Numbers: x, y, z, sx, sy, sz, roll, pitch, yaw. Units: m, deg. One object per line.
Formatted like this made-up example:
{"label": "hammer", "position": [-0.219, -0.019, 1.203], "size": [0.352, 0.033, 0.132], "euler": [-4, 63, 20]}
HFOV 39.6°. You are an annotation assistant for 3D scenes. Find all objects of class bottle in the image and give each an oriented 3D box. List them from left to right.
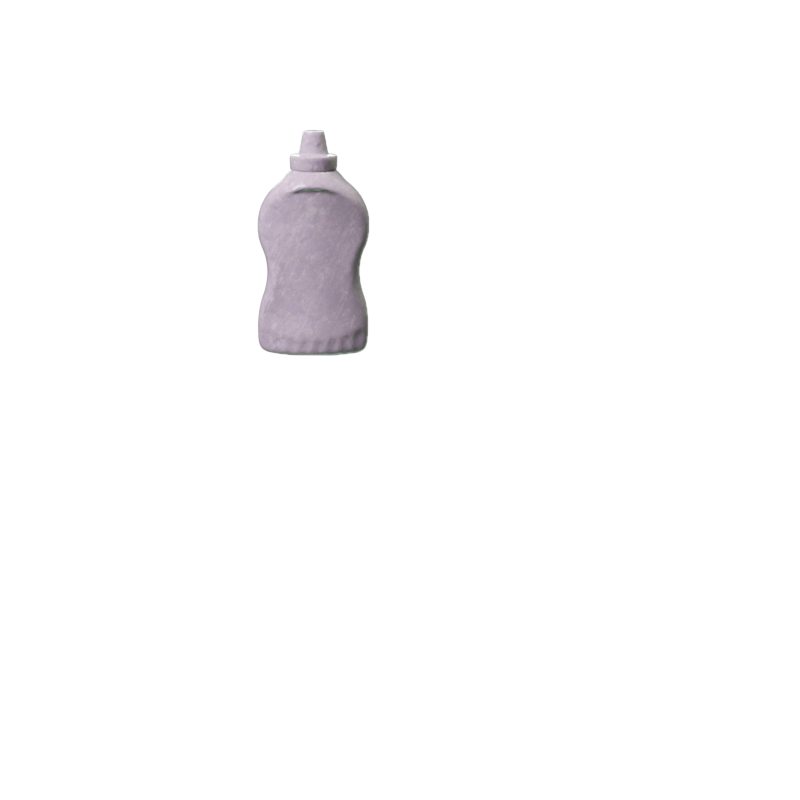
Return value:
{"label": "bottle", "position": [-0.075, -0.137, 0.960], "size": [0.096, 0.187, 0.060], "euler": [1, 11, 2]}
